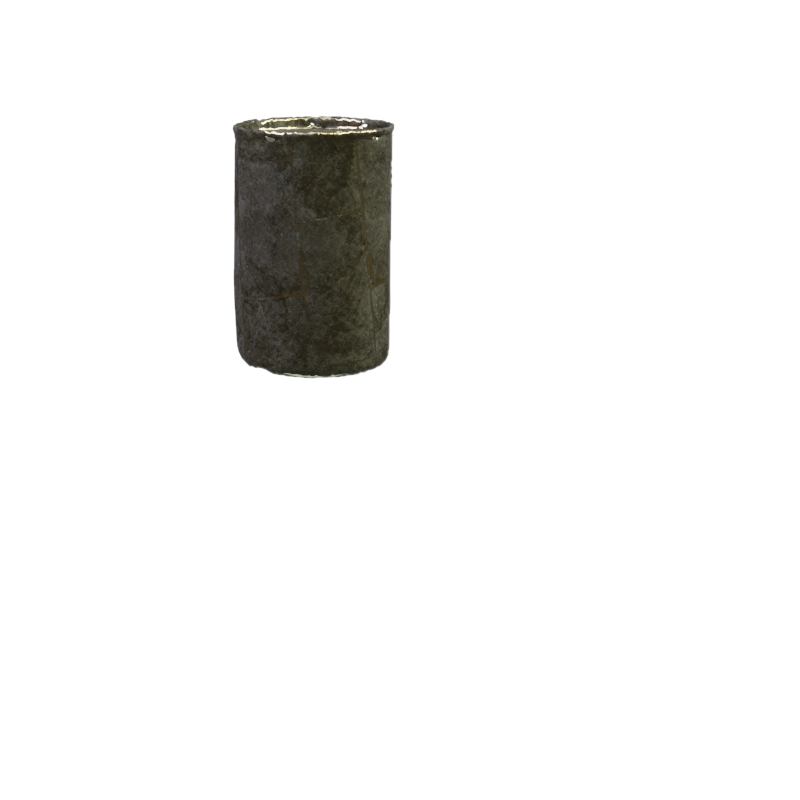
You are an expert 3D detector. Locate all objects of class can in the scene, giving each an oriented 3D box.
[{"bbox_3d":[-0.037,-0.068,0.476,0.068,0.099,0.071,0,14,-2],"label":"can"}]
